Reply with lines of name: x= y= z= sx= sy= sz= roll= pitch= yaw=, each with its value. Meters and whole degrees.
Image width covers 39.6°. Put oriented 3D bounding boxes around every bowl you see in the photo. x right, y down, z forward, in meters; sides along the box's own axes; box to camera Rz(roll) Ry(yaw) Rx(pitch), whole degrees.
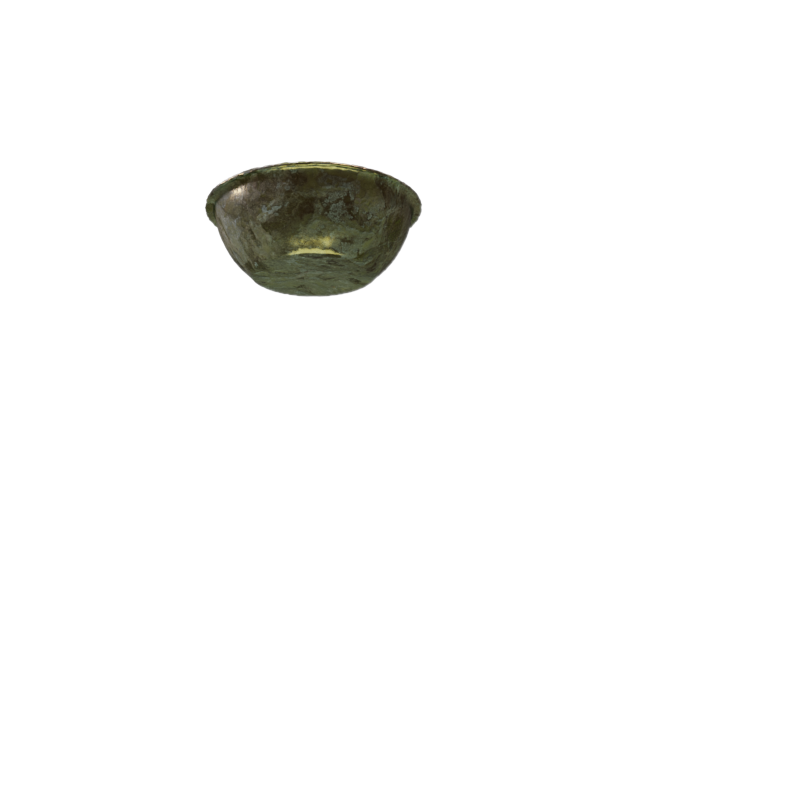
bowl: x=-0.064 y=-0.117 z=0.817 sx=0.162 sy=0.058 sz=0.155 roll=0 pitch=-16 yaw=-2
